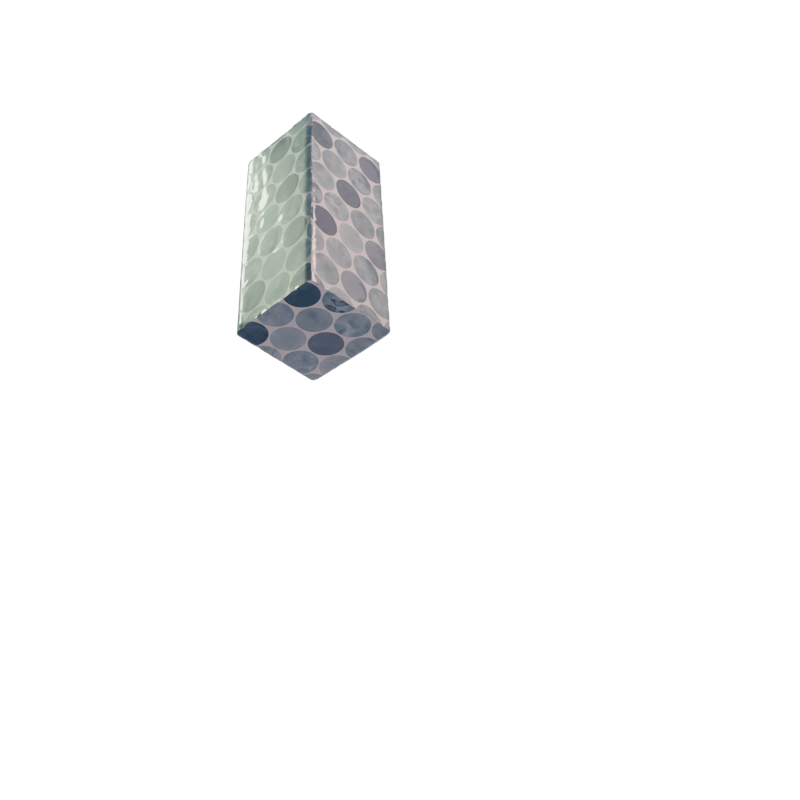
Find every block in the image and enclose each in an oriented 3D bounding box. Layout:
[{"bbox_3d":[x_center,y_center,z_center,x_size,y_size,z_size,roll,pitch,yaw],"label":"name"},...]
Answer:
[{"bbox_3d":[-0.074,-0.135,0.948,0.089,0.221,0.085,-34,-50,30],"label":"block"}]
